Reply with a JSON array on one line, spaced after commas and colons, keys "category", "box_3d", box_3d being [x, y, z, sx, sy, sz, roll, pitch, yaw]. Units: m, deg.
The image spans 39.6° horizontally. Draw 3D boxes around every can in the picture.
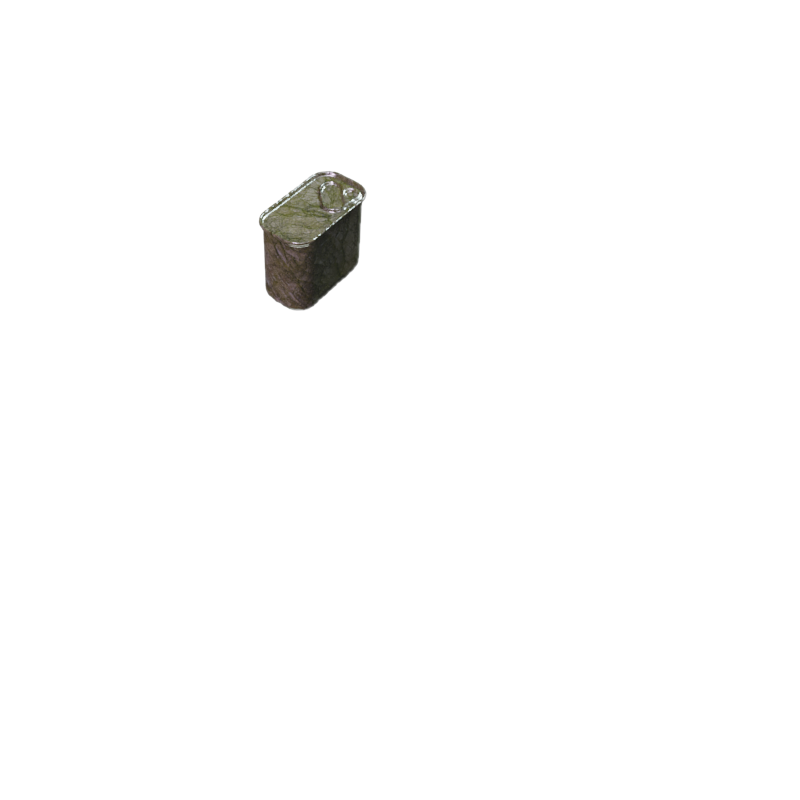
[{"category": "can", "box_3d": [-0.077, -0.141, 0.987, 0.061, 0.078, 0.104, 28, 51, 23]}]
